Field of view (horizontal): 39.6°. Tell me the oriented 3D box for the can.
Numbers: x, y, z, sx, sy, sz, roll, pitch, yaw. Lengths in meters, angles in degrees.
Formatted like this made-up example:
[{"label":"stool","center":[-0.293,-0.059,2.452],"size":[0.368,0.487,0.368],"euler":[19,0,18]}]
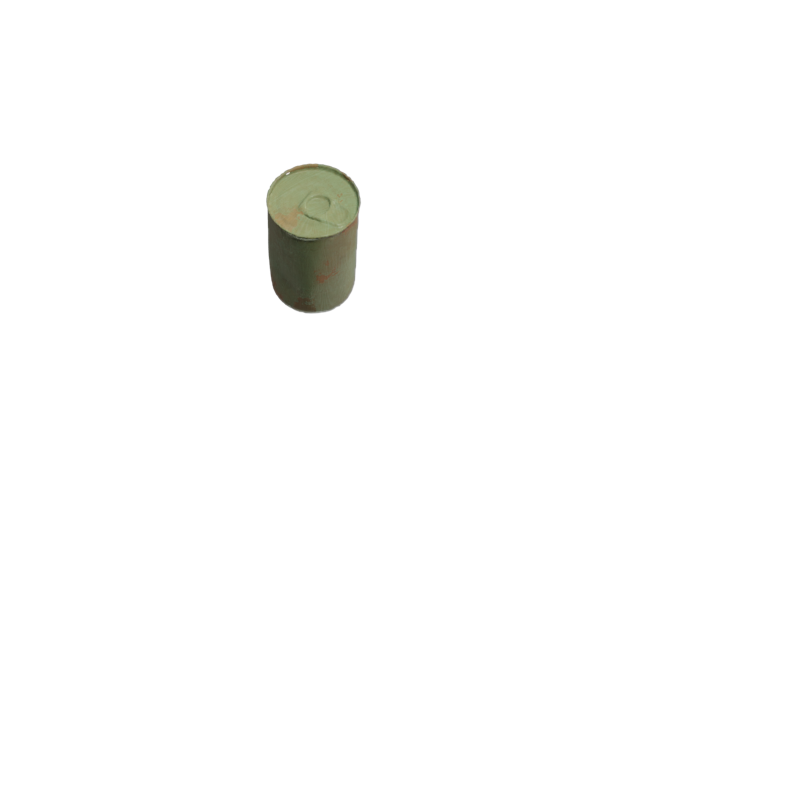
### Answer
[{"label":"can","center":[-0.065,-0.119,0.834],"size":[0.068,0.073,0.096],"euler":[0,-32,-3]}]
